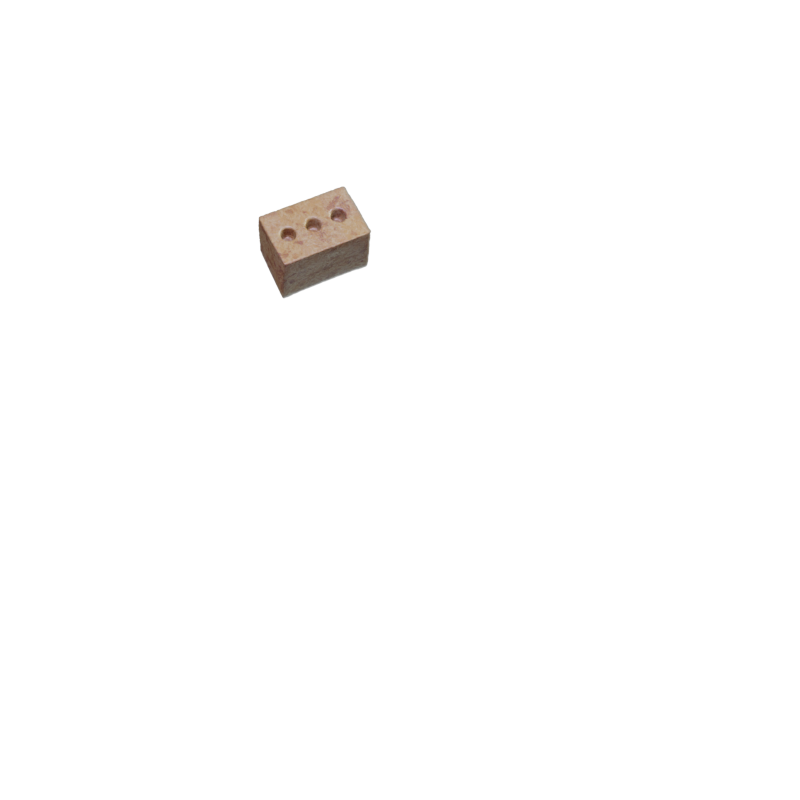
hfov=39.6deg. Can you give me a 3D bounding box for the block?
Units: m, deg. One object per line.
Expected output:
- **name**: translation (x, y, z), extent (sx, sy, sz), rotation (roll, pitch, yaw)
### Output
- **block**: translation (-0.070, -0.128, 0.900), extent (0.078, 0.056, 0.048), rotation (-23, -26, -14)
